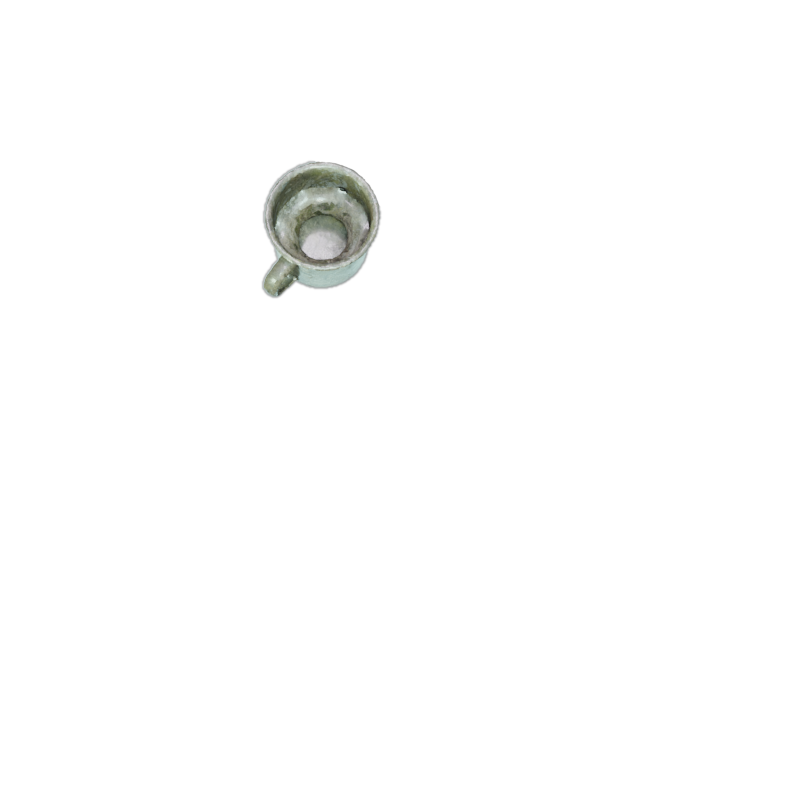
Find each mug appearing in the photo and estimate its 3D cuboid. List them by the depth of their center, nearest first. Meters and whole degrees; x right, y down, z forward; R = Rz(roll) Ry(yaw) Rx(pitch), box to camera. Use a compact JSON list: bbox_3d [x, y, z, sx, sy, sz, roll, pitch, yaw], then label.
[{"bbox_3d":[-0.072,-0.132,0.926,0.095,0.119,0.079,35,-13,7],"label":"mug"}]
